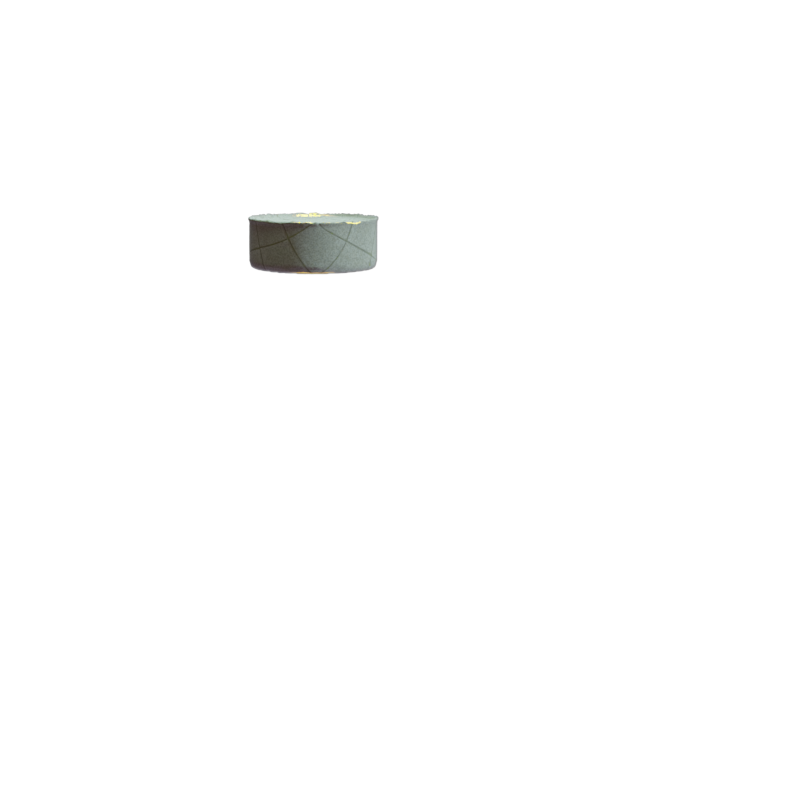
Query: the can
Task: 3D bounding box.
[{"bbox_3d":[-0.057,-0.104,0.731,0.086,0.033,0.088,0,12,-2],"label":"can"}]
